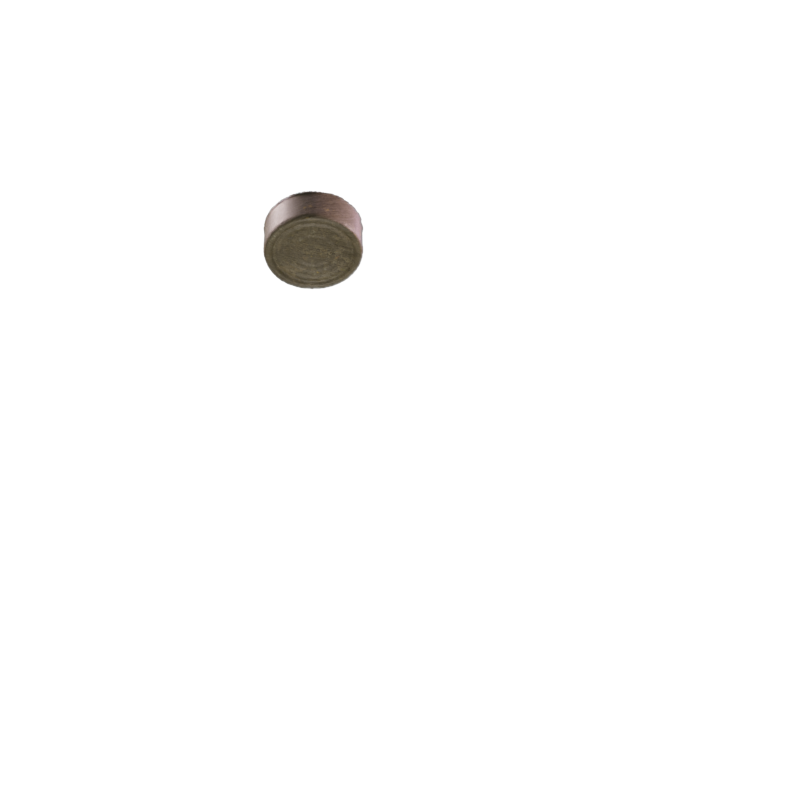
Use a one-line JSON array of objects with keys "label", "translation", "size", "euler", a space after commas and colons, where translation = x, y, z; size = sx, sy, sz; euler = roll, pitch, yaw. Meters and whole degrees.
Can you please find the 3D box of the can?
[{"label": "can", "translation": [-0.074, -0.135, 0.947], "size": [0.086, 0.036, 0.080], "euler": [1, -44, -1]}]
